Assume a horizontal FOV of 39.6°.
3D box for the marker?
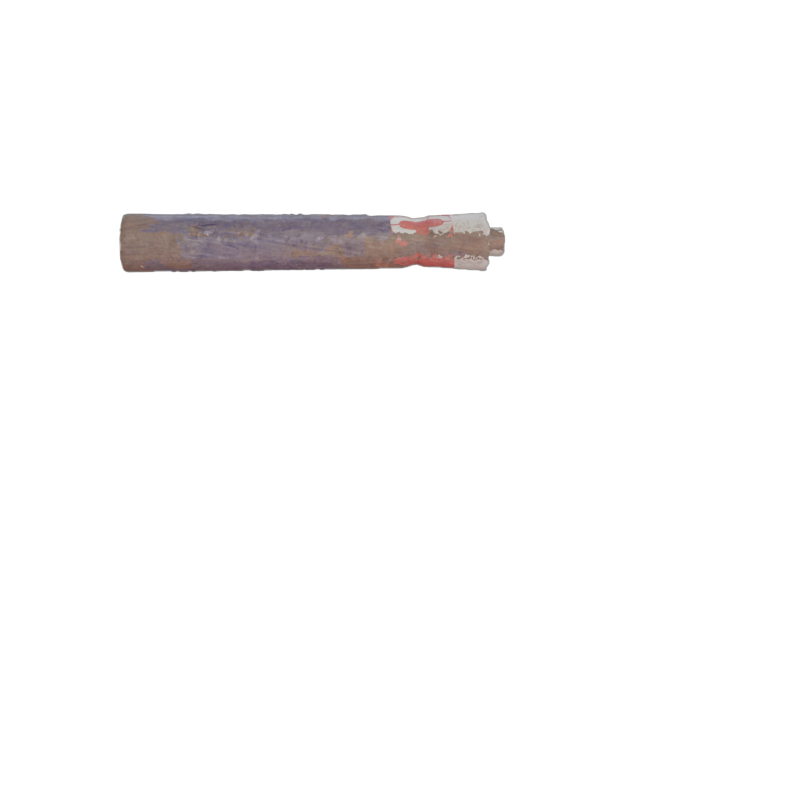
[{"bbox_3d":[-0.028,-0.050,0.353,0.121,0.020,0.020,0,4,0],"label":"marker"}]
